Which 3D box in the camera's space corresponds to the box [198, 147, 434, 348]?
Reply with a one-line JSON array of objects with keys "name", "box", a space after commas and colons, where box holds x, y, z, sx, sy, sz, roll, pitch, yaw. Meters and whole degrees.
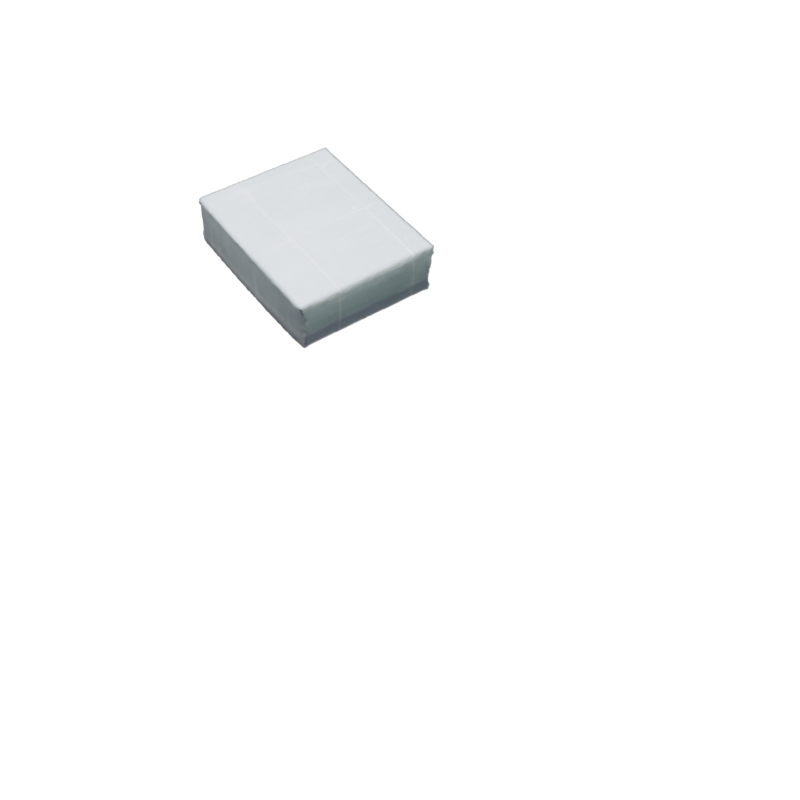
[{"name": "box", "box": [-0.050, -0.091, 0.638, 0.089, 0.036, 0.122, -27, 53, -23]}]
